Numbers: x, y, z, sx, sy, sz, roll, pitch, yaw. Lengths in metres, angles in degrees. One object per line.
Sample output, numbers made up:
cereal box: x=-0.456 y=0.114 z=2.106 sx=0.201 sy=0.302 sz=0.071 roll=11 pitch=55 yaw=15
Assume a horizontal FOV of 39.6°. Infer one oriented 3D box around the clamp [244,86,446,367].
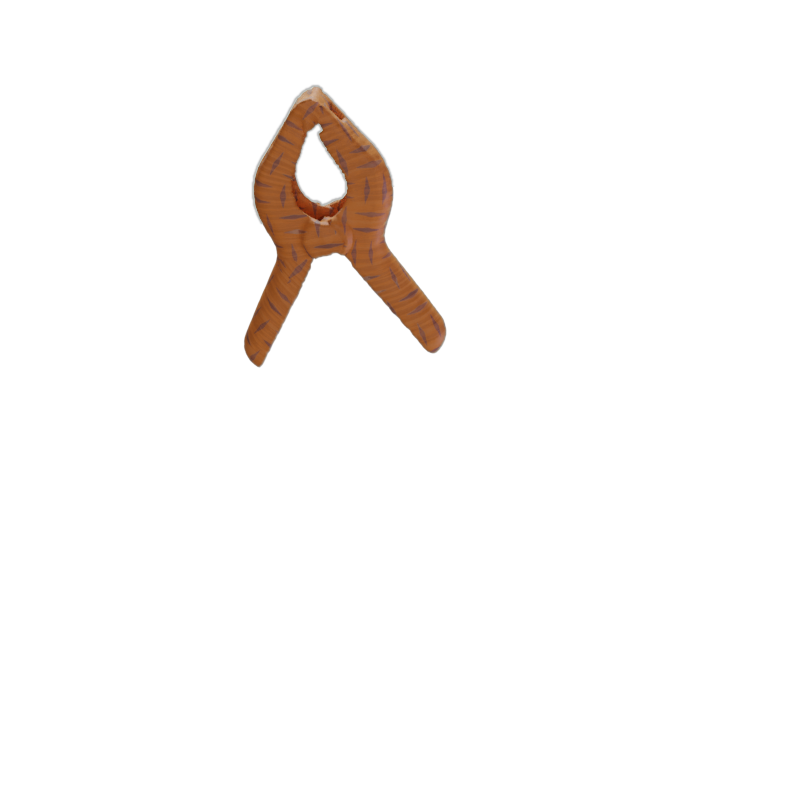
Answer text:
clamp: x=-0.050 y=-0.091 z=0.640 sx=0.120 sy=0.163 sz=0.041 roll=-15 pitch=20 yaw=5
